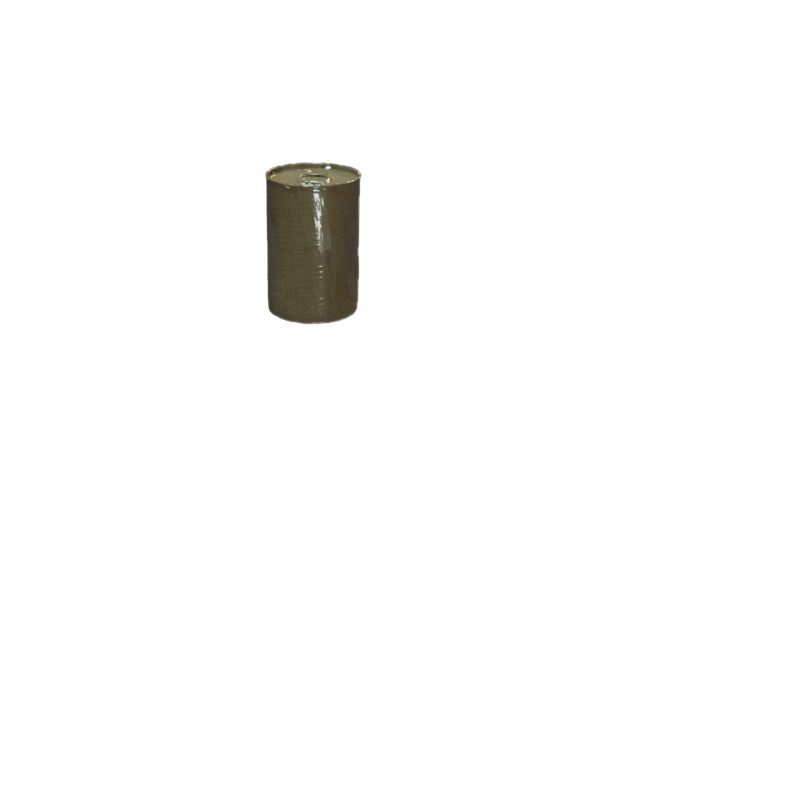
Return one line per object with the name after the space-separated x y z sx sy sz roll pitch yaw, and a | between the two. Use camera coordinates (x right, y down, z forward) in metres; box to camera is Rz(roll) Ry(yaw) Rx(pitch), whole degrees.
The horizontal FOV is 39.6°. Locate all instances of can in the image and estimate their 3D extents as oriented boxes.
-0.062 -0.114 0.795 0.068 0.098 0.072 0 21 -2 | can
